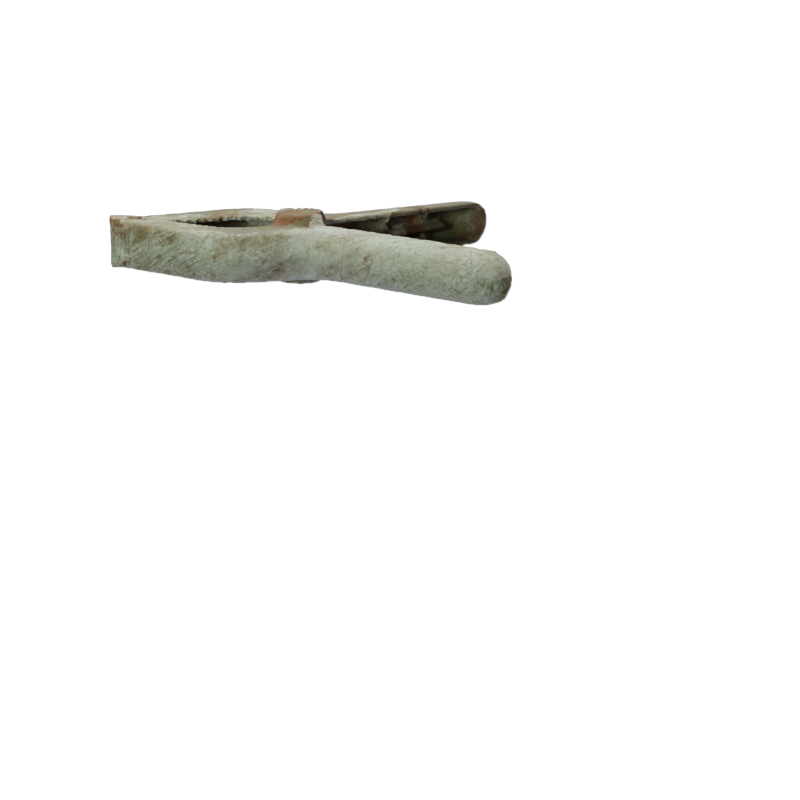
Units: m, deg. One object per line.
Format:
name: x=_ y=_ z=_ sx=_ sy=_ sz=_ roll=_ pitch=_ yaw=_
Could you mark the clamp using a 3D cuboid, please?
clamp: x=-0.046 y=-0.084 z=0.585 sx=0.213 sy=0.035 sz=0.168 roll=3 pitch=18 yaw=9
